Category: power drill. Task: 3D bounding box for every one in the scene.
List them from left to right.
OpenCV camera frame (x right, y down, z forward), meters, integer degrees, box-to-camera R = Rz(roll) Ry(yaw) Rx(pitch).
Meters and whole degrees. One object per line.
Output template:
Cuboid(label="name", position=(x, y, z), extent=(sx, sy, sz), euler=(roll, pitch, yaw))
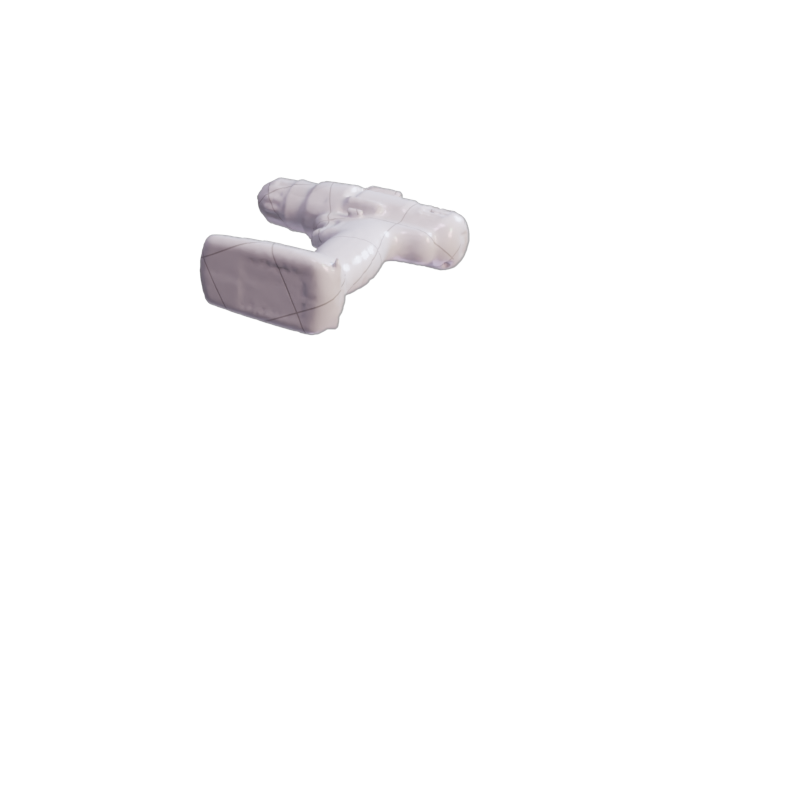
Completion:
Cuboid(label="power drill", position=(-0.065, -0.118, 0.824), extent=(0.193, 0.054, 0.189), euler=(14, 30, 26))
